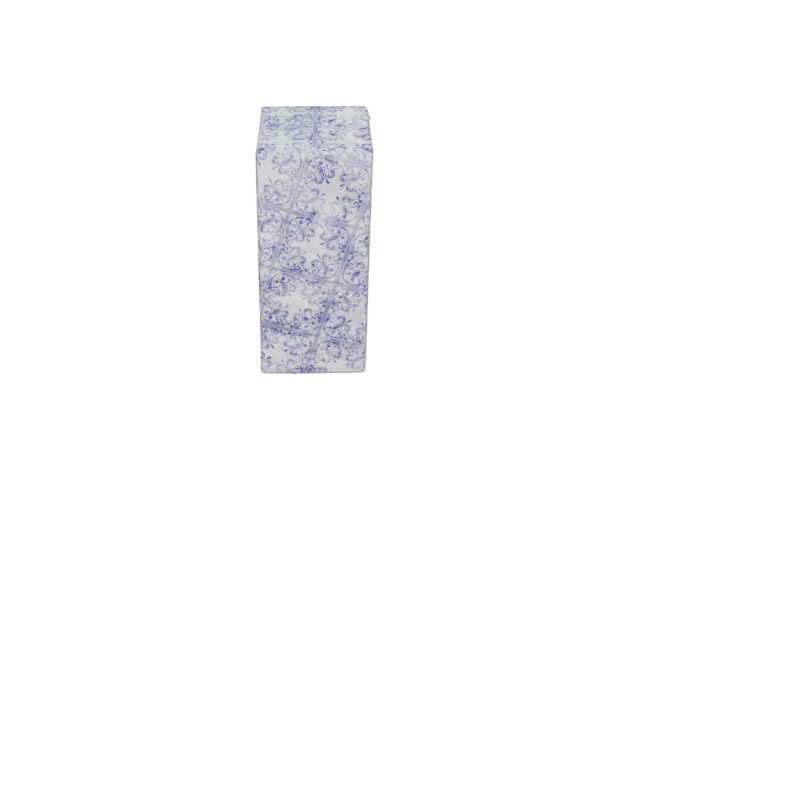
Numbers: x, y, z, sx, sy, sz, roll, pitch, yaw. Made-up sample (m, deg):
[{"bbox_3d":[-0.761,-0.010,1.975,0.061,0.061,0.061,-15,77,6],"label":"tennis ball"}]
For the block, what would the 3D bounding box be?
[{"bbox_3d":[-0.071,-0.131,0.918,0.090,0.193,0.097,0,33,-3],"label":"block"}]
